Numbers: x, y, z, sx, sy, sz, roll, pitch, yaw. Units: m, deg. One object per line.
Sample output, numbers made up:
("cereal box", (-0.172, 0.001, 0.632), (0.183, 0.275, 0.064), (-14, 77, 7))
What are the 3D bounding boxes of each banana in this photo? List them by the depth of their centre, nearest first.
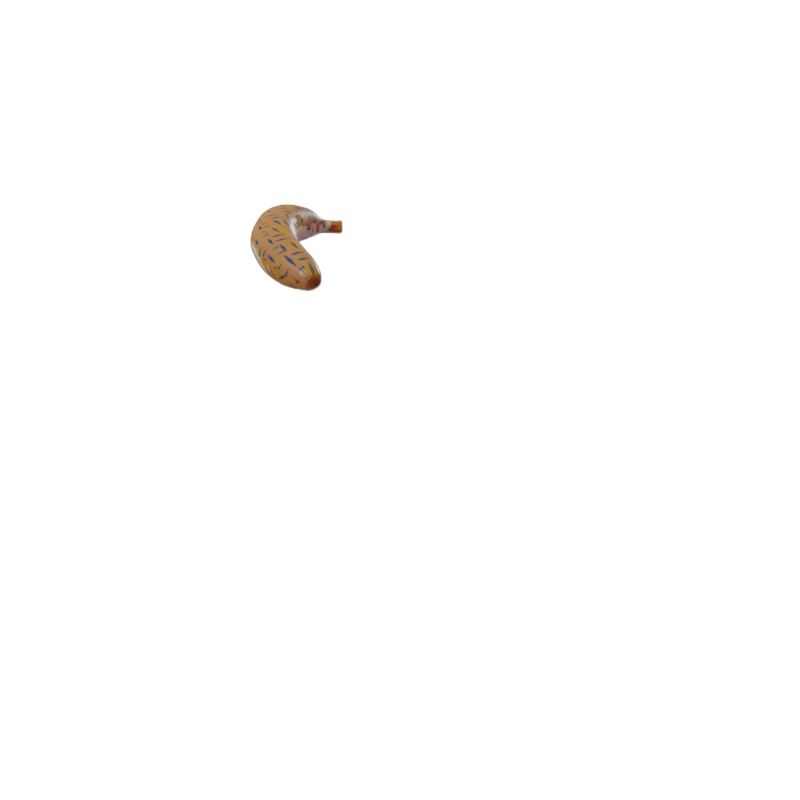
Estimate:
("banana", (-0.089, -0.131, 0.906), (0.070, 0.035, 0.205), (1, 22, 3))
